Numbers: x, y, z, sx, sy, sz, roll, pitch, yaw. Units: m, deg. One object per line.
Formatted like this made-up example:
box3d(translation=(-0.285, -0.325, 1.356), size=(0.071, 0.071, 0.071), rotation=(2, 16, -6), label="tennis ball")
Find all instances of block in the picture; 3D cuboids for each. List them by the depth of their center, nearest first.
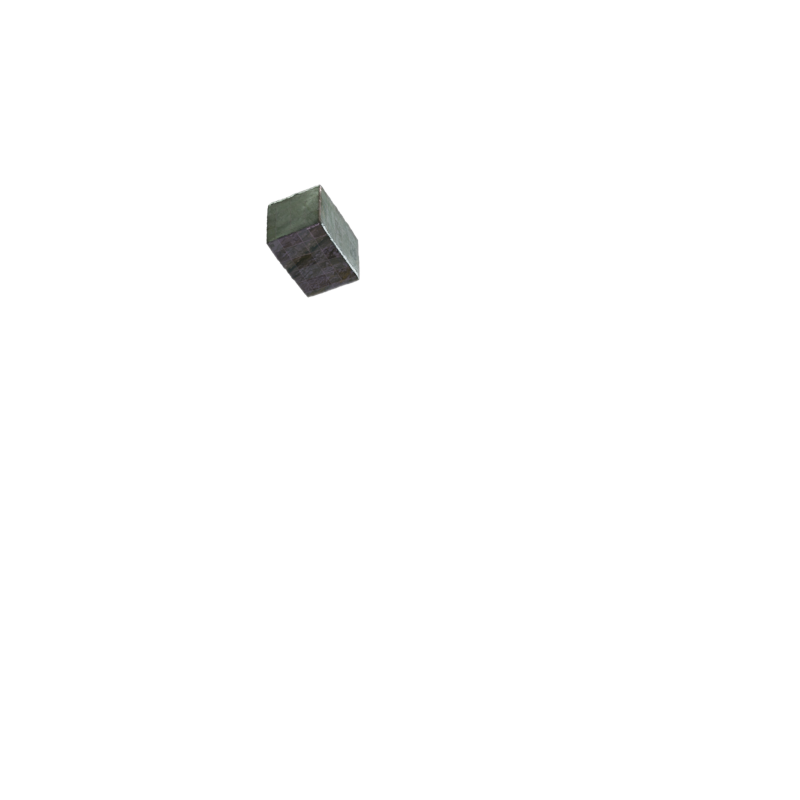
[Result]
box3d(translation=(-0.075, -0.136, 0.953), size=(0.053, 0.055, 0.072), rotation=(-19, -44, 18), label="block")
